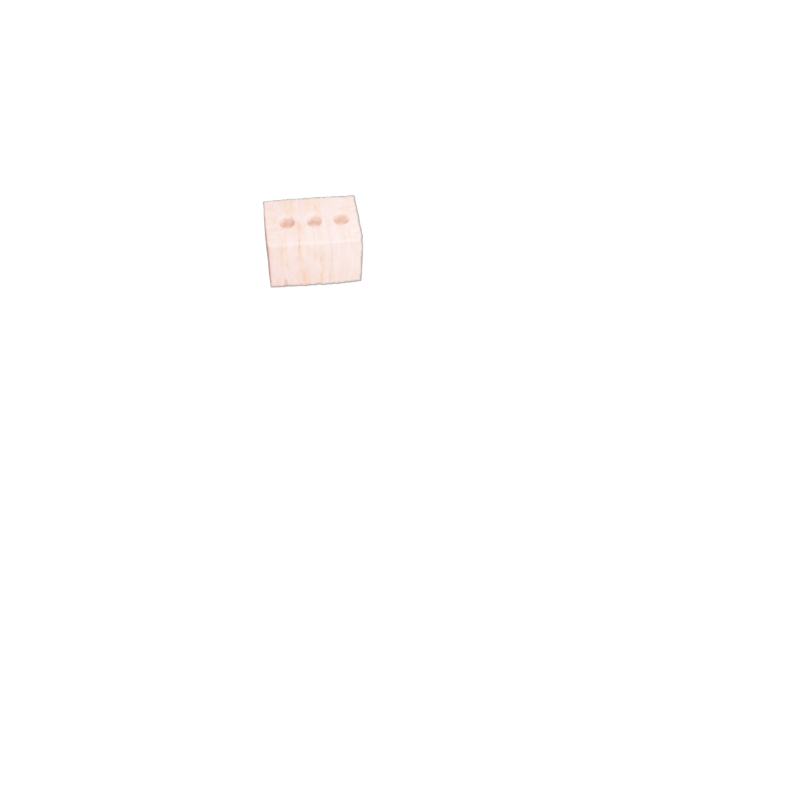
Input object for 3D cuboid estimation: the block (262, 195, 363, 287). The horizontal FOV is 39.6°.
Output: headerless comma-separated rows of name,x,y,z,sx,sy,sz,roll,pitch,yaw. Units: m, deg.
block,-0.071,-0.129,0.903,0.077,0.057,0.048,-5,-40,-5
